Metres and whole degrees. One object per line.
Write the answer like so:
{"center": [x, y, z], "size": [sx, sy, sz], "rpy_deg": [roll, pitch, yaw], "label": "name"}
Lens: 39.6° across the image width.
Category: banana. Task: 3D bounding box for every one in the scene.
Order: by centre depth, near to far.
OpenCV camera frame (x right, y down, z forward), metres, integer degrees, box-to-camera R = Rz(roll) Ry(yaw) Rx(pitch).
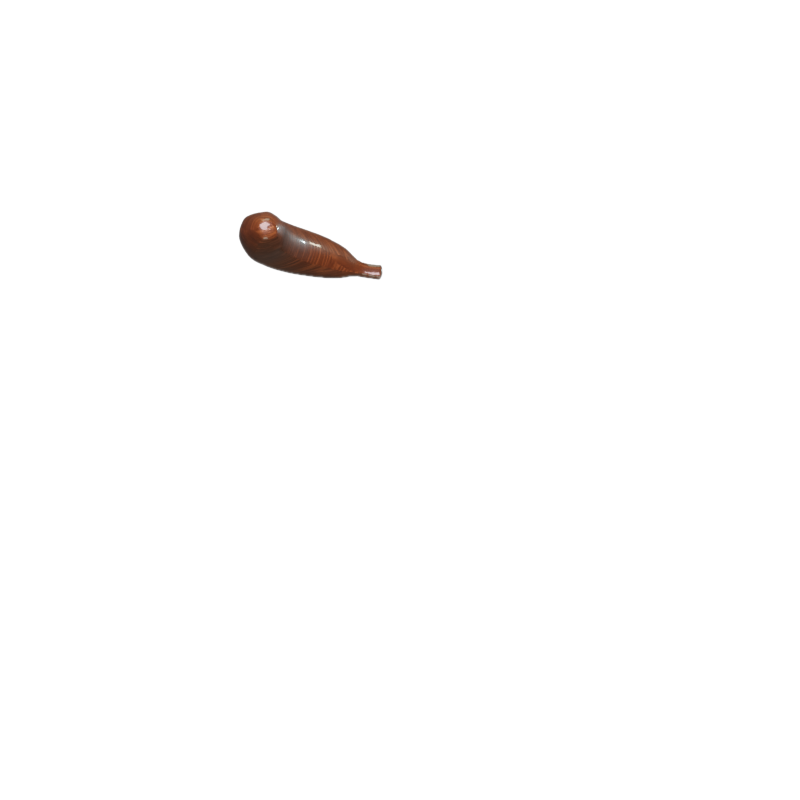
{"center": [-0.083, -0.122, 0.871], "size": [0.071, 0.037, 0.189], "rpy_deg": [-2, -3, 25], "label": "banana"}
